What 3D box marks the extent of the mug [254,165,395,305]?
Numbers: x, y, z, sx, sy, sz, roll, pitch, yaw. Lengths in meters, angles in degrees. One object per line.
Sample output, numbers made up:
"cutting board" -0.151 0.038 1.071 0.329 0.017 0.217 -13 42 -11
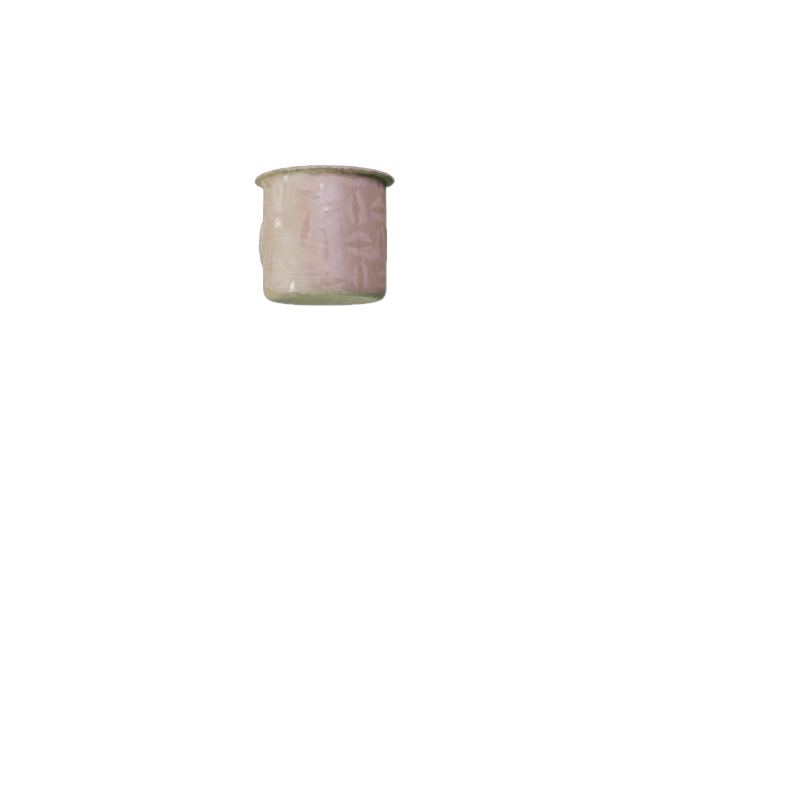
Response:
"mug" -0.058 -0.106 0.742 0.089 0.083 0.121 3 -5 -42
